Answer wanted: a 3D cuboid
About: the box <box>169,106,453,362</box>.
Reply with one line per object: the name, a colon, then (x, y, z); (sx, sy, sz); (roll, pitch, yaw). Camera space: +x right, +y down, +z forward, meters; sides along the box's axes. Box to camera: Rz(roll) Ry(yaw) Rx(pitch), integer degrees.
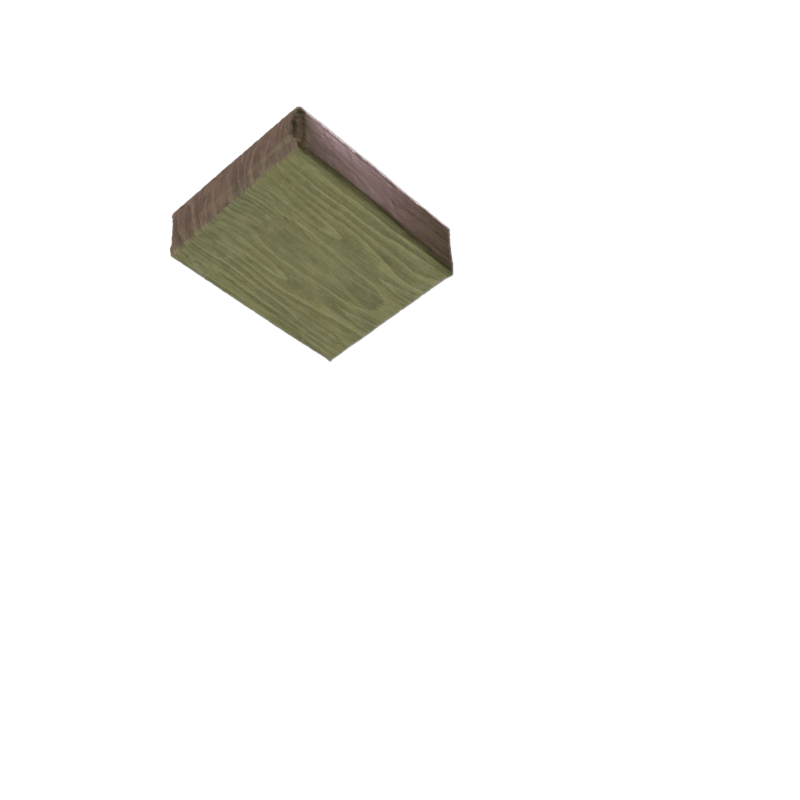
box: (-0.043, -0.078, 0.544); (0.089, 0.042, 0.107); (-35, -55, 28)
